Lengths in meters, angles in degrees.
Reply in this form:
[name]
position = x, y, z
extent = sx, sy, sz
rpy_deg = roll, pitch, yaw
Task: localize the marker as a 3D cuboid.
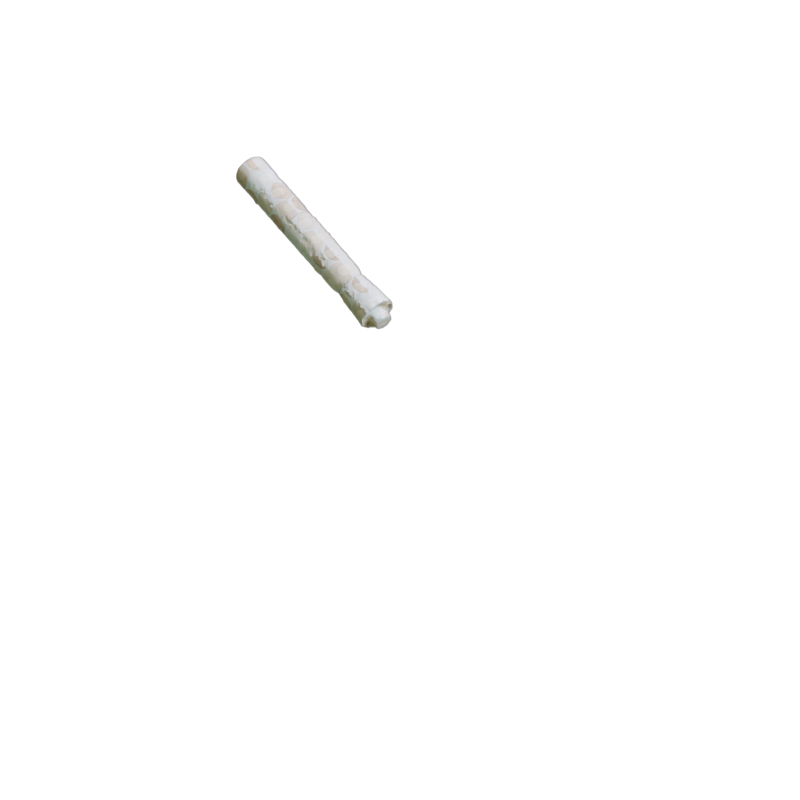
[marker]
position = -0.044, -0.080, 0.562
extent = 0.019, 0.019, 0.130
rpy_deg = -2, 44, -47
